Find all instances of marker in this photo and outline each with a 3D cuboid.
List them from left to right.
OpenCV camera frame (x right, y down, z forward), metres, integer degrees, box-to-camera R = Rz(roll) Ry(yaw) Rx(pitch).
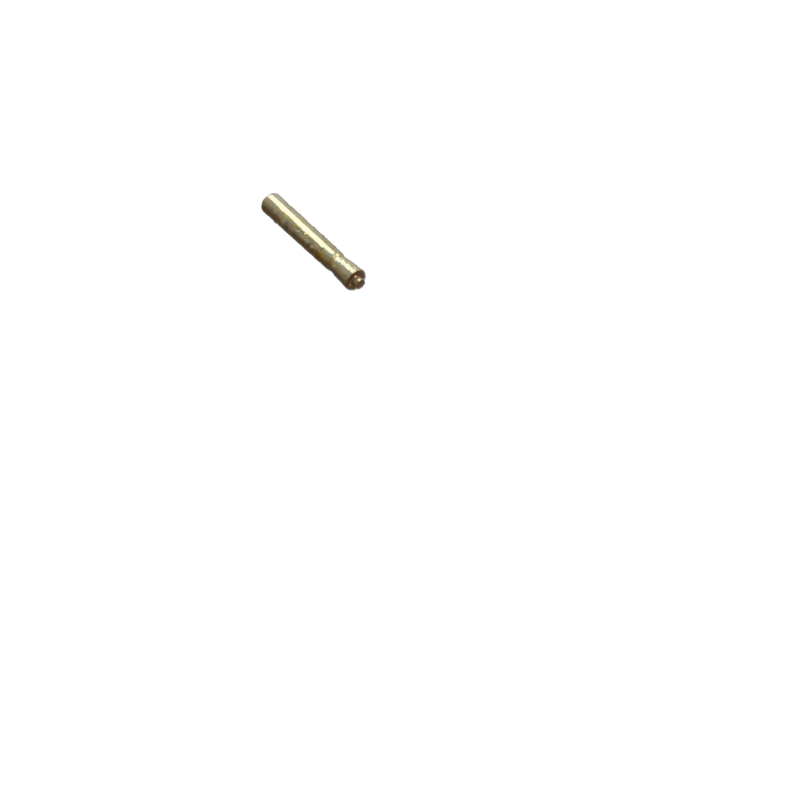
[{"bbox_3d":[-0.067,-0.123,0.859,0.019,0.019,0.130,-3,37,-44],"label":"marker"}]
